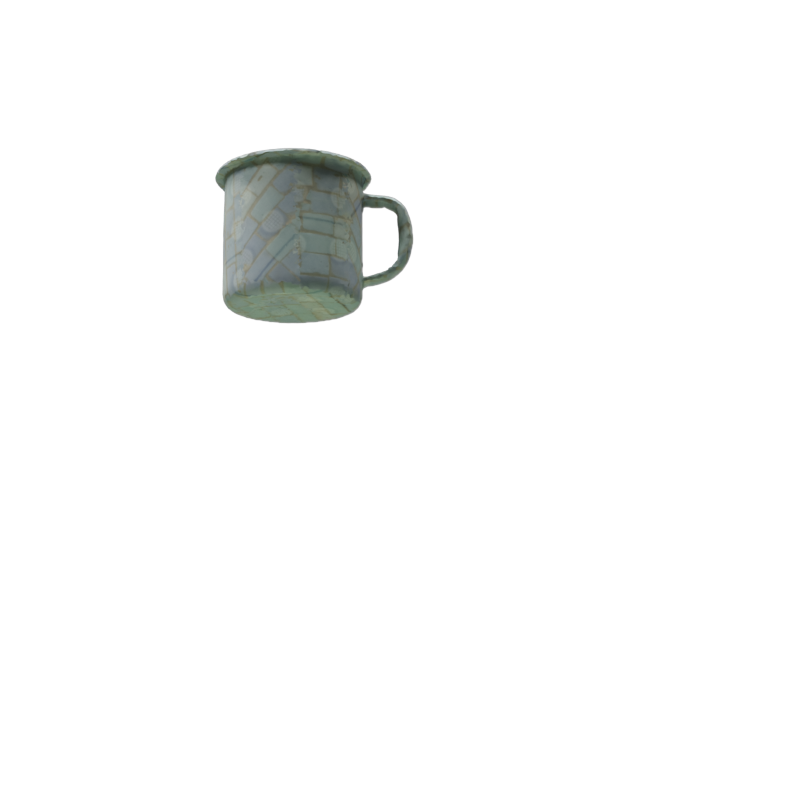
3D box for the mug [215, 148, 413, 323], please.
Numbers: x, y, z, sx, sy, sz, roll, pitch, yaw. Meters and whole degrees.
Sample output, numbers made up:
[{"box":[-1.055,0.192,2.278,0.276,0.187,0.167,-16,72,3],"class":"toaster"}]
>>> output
[{"box":[-0.051,-0.093,0.652,0.117,0.085,0.090,0,-14,-2],"class":"mug"}]
